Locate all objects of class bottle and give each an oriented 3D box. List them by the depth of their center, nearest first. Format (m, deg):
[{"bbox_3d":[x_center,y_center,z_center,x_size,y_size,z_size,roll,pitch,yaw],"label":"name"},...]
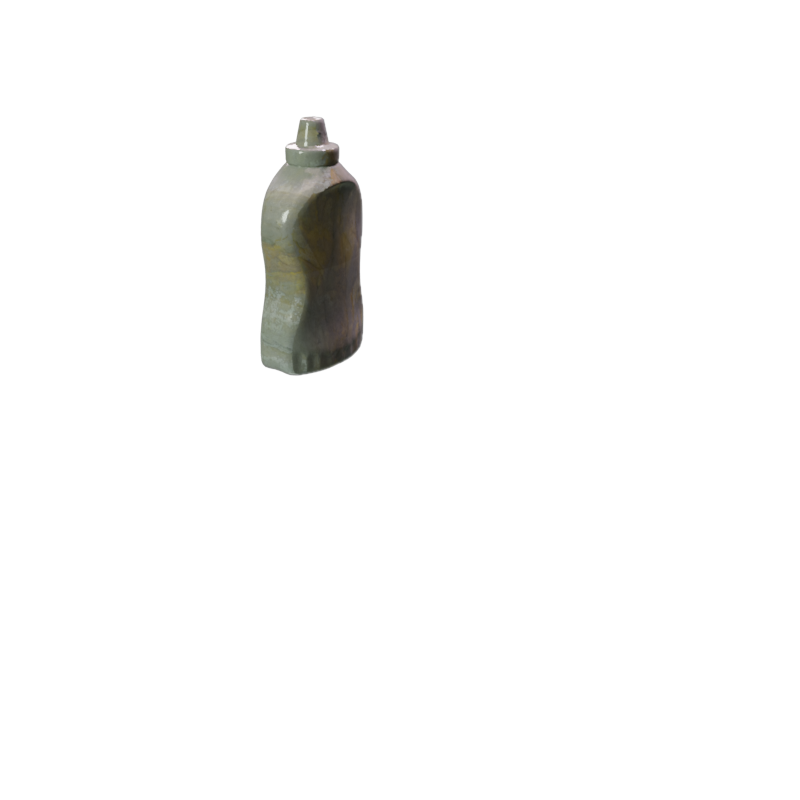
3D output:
[{"bbox_3d":[-0.067,-0.122,0.855,0.061,0.184,0.095,14,22,36],"label":"bottle"}]
